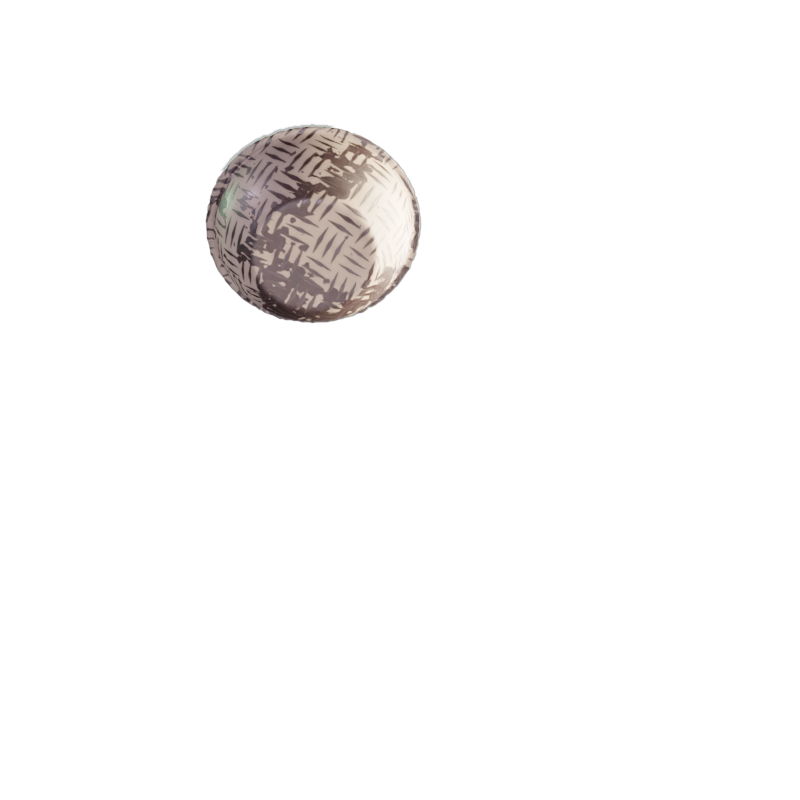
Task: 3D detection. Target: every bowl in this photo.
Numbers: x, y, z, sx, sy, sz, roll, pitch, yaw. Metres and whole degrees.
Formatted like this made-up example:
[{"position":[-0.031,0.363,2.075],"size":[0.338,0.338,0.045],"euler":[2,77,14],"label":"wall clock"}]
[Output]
[{"position":[-0.063,-0.116,0.810],"size":[0.162,0.153,0.058],"euler":[1,26,-1],"label":"bowl"}]
